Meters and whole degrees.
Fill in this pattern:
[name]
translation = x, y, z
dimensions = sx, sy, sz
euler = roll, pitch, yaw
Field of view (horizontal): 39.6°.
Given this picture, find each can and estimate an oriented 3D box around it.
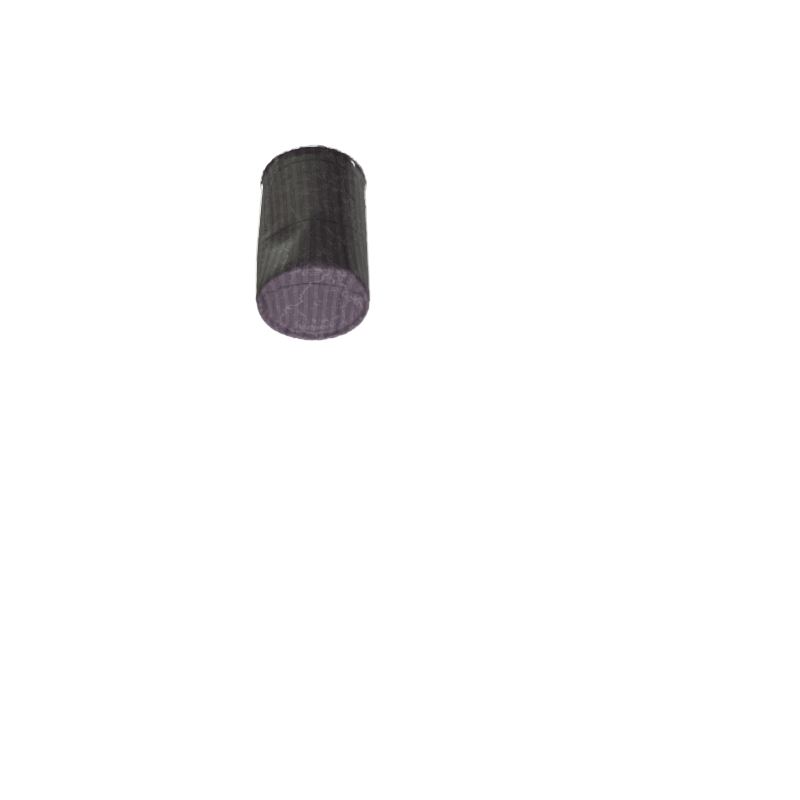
[can]
translation = -0.053, -0.096, 0.673
dimensions = 0.068, 0.110, 0.064
euler = -1, -40, -3
